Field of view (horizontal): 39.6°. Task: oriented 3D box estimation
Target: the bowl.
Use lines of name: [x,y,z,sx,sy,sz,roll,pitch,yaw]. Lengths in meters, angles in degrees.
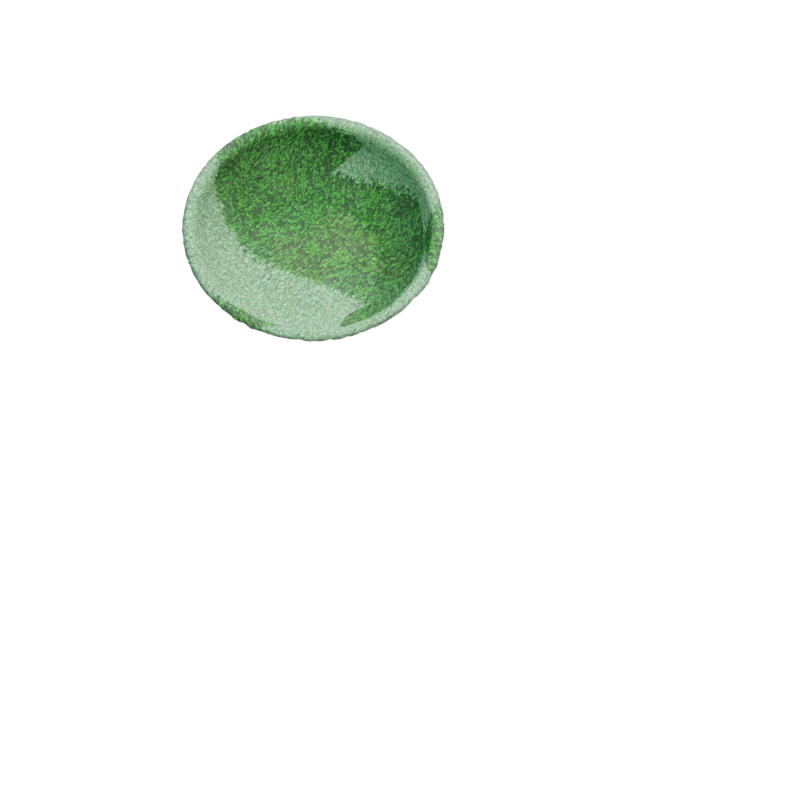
bowl: [-0.055,-0.101,0.705,0.162,0.172,0.052,-1,-27,-1]
